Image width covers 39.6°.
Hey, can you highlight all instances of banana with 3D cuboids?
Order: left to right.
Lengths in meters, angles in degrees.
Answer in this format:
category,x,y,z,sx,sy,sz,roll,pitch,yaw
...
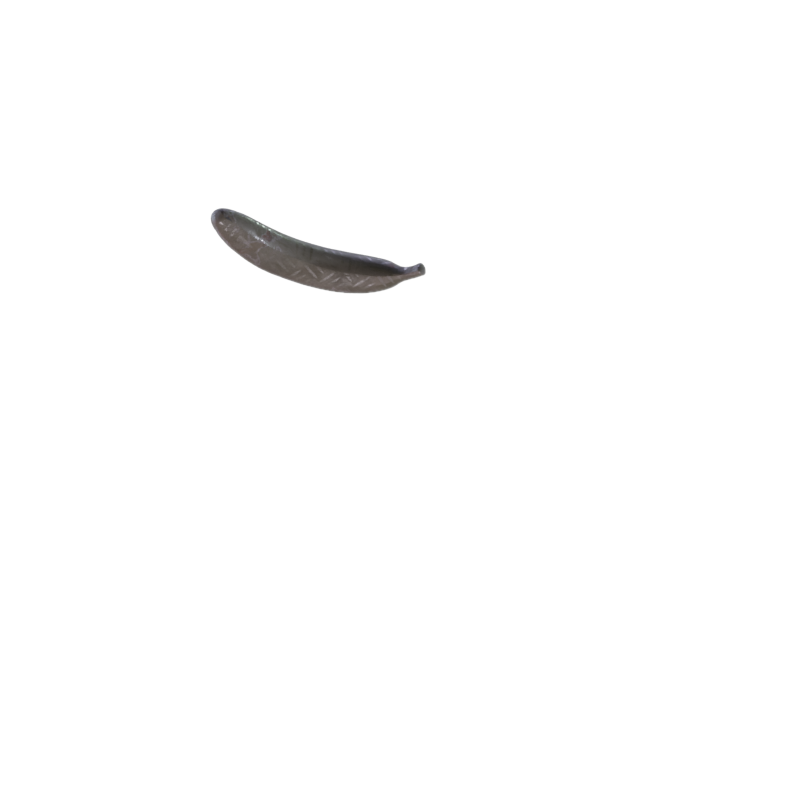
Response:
category,x,y,z,sx,sy,sz,roll,pitch,yaw
banana,-0.080,-0.129,0.984,0.192,0.039,0.067,12,-35,-18
